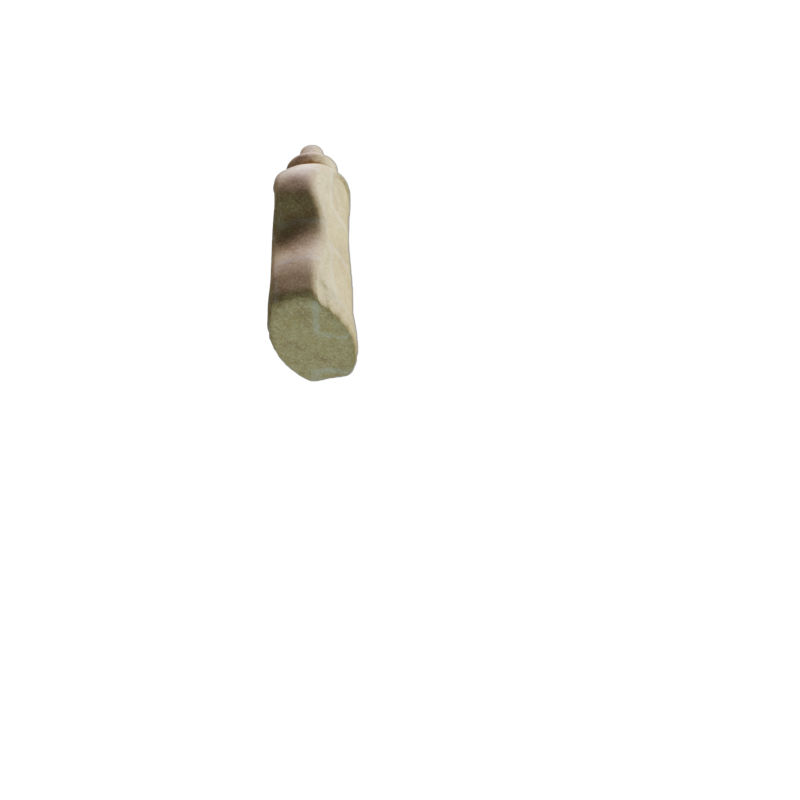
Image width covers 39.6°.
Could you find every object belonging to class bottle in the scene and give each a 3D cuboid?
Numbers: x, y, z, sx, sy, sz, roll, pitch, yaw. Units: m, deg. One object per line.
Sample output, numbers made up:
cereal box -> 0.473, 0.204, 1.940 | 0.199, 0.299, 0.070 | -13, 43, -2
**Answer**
bottle -> -0.065, -0.117, 0.820 | 0.059, 0.206, 0.088 | -12, -39, 12
